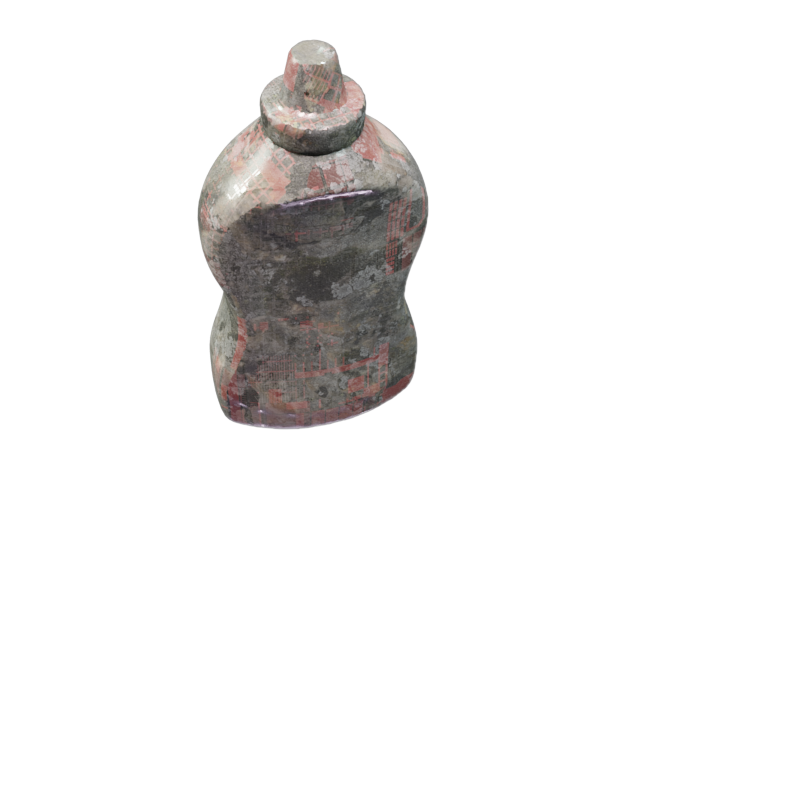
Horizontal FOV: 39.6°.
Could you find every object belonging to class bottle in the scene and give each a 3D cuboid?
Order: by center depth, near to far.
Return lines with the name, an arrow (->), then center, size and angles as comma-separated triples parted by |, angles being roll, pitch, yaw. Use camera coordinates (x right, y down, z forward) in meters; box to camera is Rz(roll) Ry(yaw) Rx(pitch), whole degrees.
bottle -> -0.037, -0.068, 0.474 | 0.095, 0.063, 0.179 | -9, -41, -11
